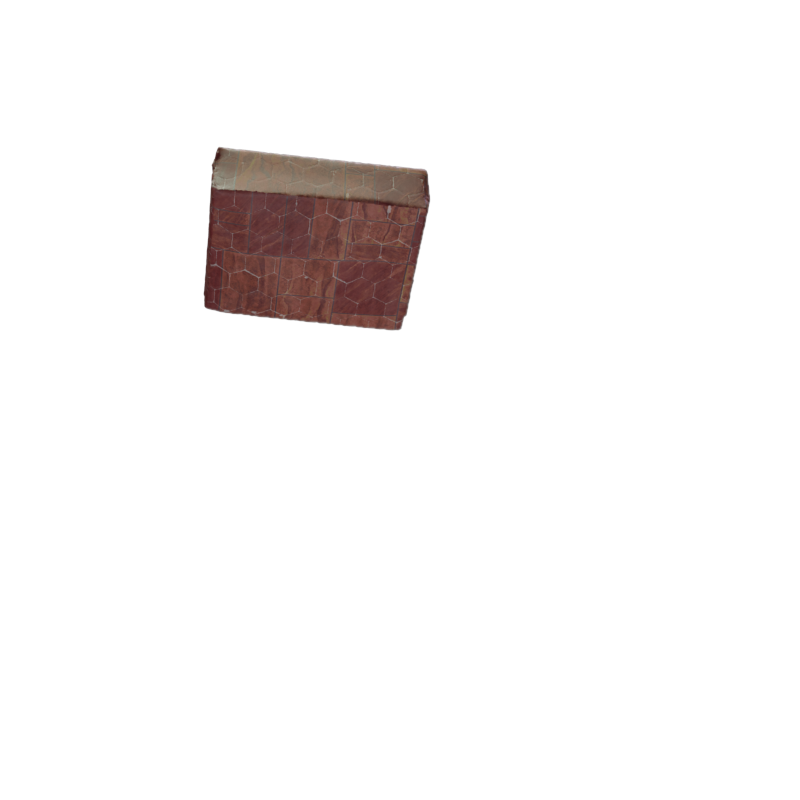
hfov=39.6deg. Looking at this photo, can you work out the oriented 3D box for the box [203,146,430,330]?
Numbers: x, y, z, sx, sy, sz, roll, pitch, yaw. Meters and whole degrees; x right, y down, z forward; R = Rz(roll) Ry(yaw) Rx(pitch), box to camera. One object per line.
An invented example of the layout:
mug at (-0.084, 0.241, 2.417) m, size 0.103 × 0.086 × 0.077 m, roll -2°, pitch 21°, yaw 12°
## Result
box at (-0.046, -0.084, 0.591) m, size 0.113 × 0.084 × 0.042 m, roll 5°, pitch 44°, yaw -5°
